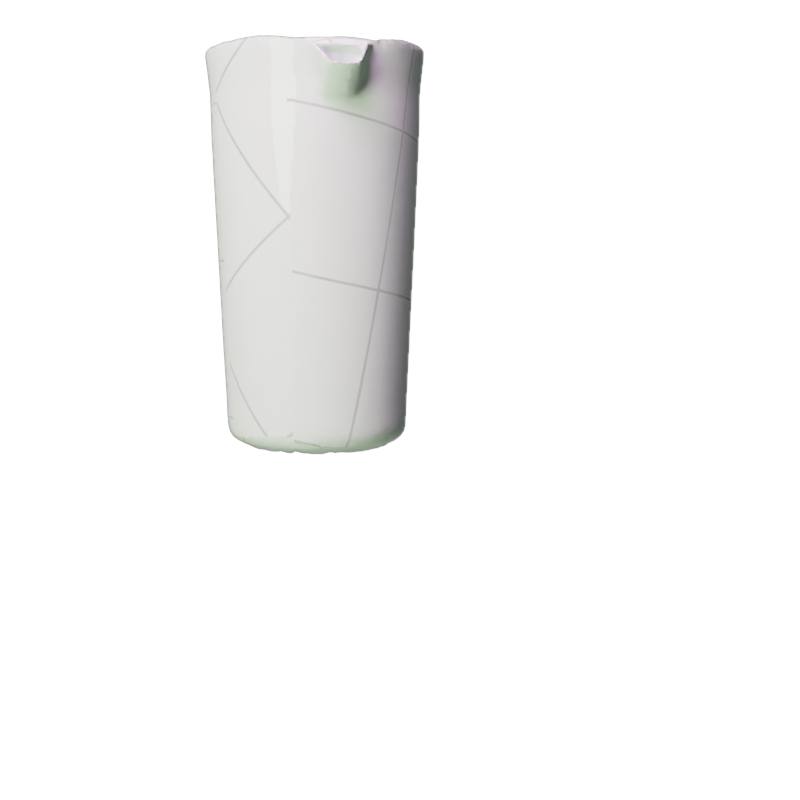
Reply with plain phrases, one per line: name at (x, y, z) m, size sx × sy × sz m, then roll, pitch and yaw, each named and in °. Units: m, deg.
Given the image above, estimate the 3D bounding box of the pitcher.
pitcher at (-0.054, -0.098, 0.686) m, size 0.150 × 0.243 × 0.144 m, roll 1°, pitch 2°, yaw 30°
